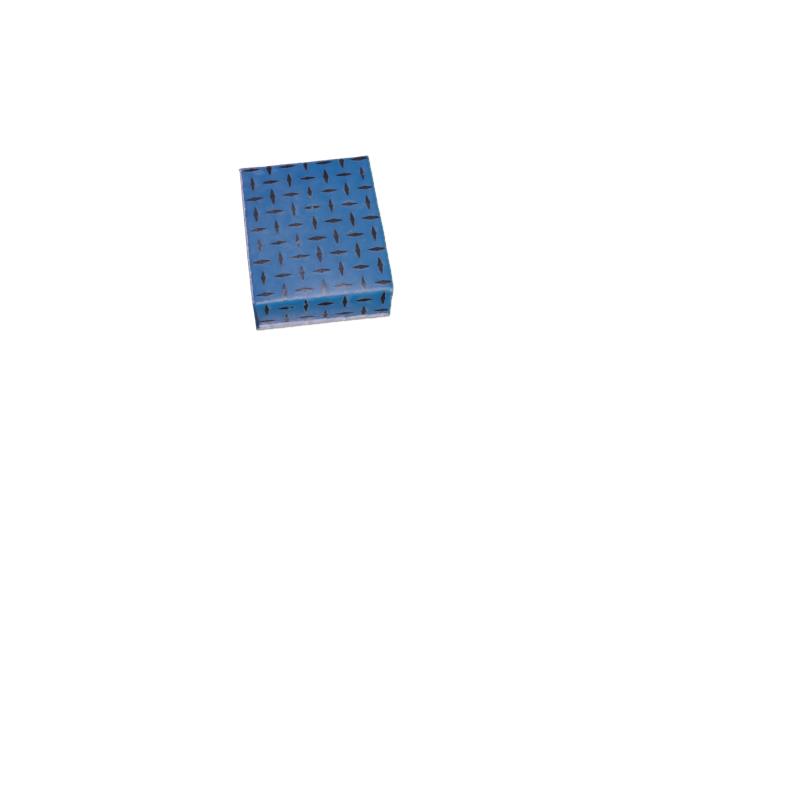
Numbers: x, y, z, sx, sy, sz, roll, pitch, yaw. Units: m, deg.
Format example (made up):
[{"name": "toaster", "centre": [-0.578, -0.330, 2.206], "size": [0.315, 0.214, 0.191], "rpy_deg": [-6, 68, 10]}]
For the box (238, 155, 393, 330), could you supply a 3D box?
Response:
[{"name": "box", "centre": [-0.057, -0.105, 0.734], "size": [0.089, 0.122, 0.036], "rpy_deg": [-7, -33, -5]}]
